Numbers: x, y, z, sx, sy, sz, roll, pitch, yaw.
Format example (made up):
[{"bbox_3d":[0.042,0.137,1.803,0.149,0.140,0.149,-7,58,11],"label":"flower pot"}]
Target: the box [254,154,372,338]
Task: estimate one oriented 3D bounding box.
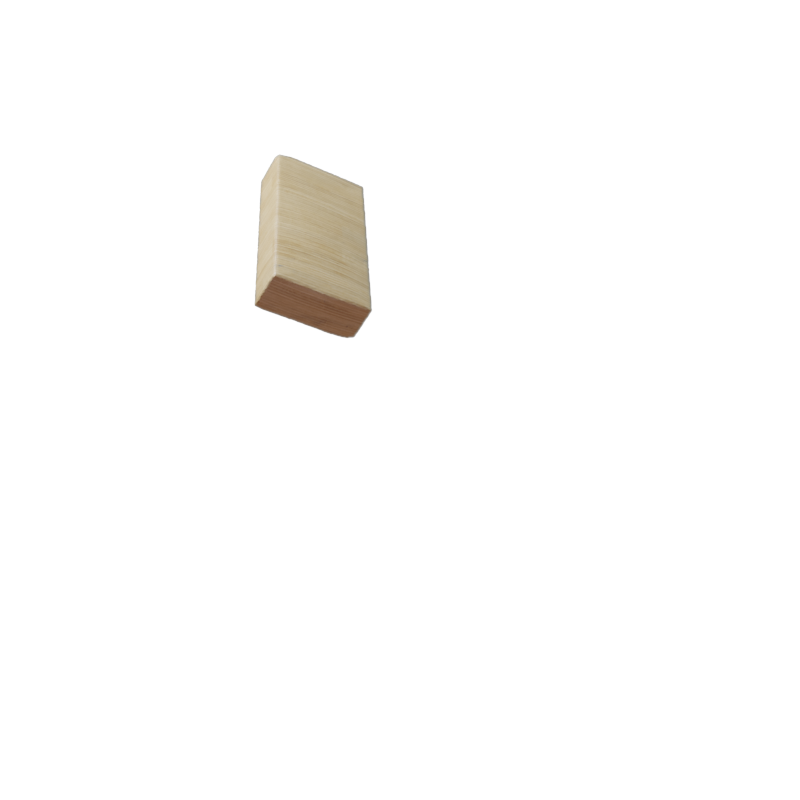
[{"bbox_3d":[-0.076,-0.140,0.977,0.090,0.189,0.046,18,-49,-21],"label":"box"}]
